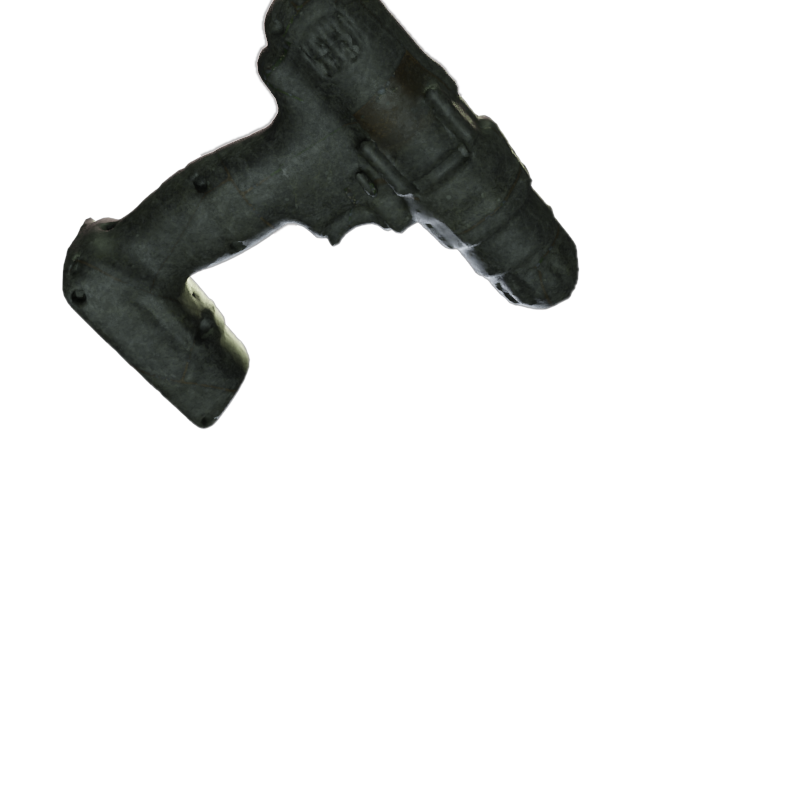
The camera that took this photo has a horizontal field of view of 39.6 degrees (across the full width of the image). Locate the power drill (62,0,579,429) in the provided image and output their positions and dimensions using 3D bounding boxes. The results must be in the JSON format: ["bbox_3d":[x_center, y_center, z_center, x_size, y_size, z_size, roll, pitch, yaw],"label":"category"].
[{"bbox_3d":[-0.038,-0.070,0.488,0.186,0.176,0.060,-37,20,15],"label":"power drill"}]
